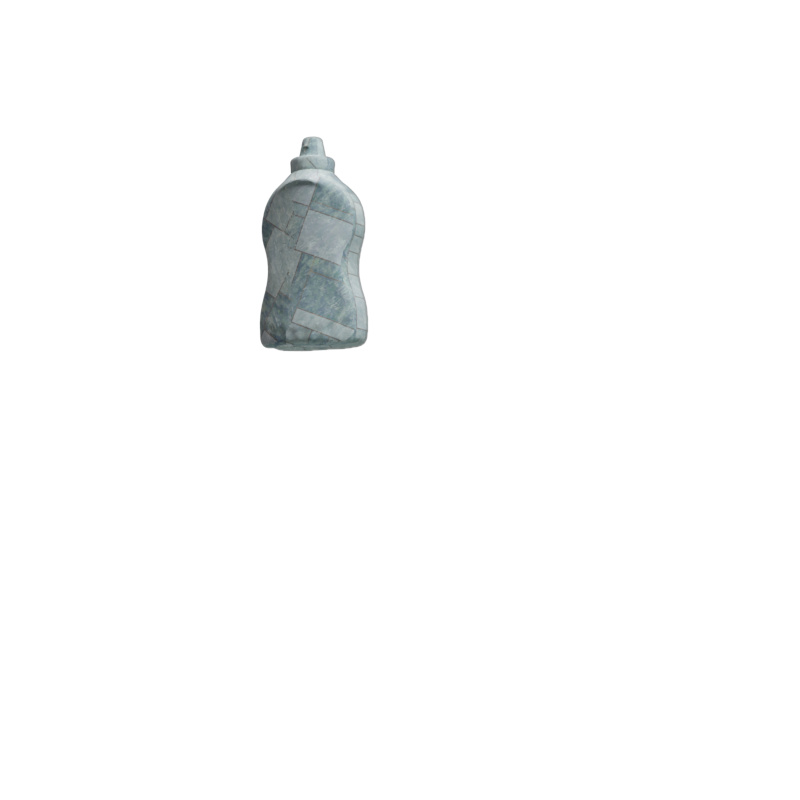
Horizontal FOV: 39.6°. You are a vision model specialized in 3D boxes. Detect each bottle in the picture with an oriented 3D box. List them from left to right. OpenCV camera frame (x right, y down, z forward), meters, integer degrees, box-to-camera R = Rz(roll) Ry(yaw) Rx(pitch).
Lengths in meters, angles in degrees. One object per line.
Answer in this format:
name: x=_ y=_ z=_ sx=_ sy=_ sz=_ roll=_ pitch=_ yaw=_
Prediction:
bottle: x=-0.078 y=-0.142 z=0.996 sx=0.098 sy=0.197 sz=0.055 roll=-6 pitch=-12 yaw=28
